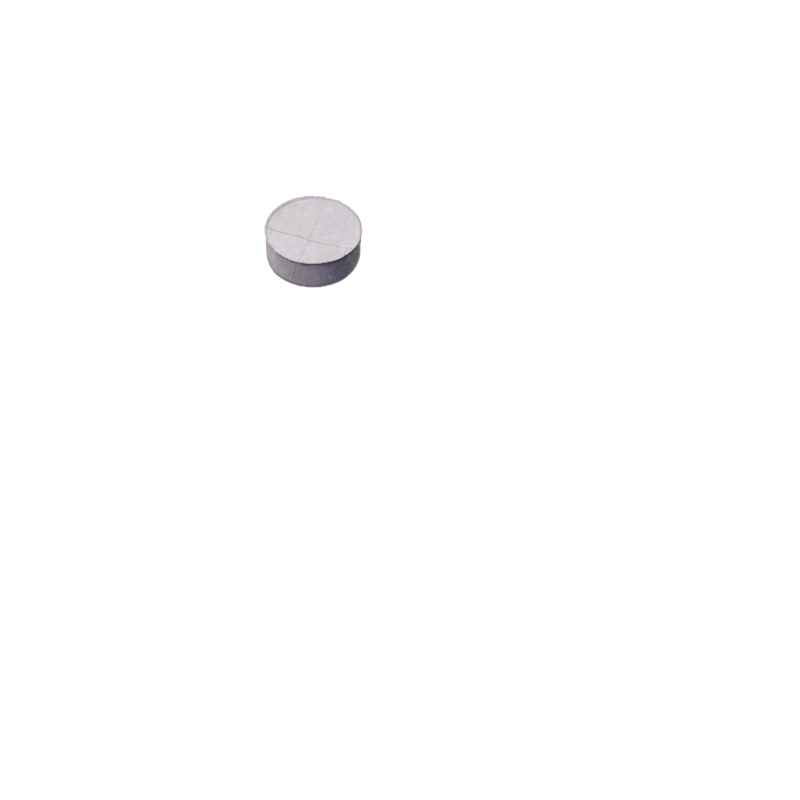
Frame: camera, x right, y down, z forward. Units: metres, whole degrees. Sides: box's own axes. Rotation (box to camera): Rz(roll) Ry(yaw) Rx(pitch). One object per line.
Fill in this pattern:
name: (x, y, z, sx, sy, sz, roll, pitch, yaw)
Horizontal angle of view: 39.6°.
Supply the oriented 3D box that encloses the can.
can: (-0.077, -0.140, 0.983, 0.086, 0.092, 0.031, -1, -42, -1)
